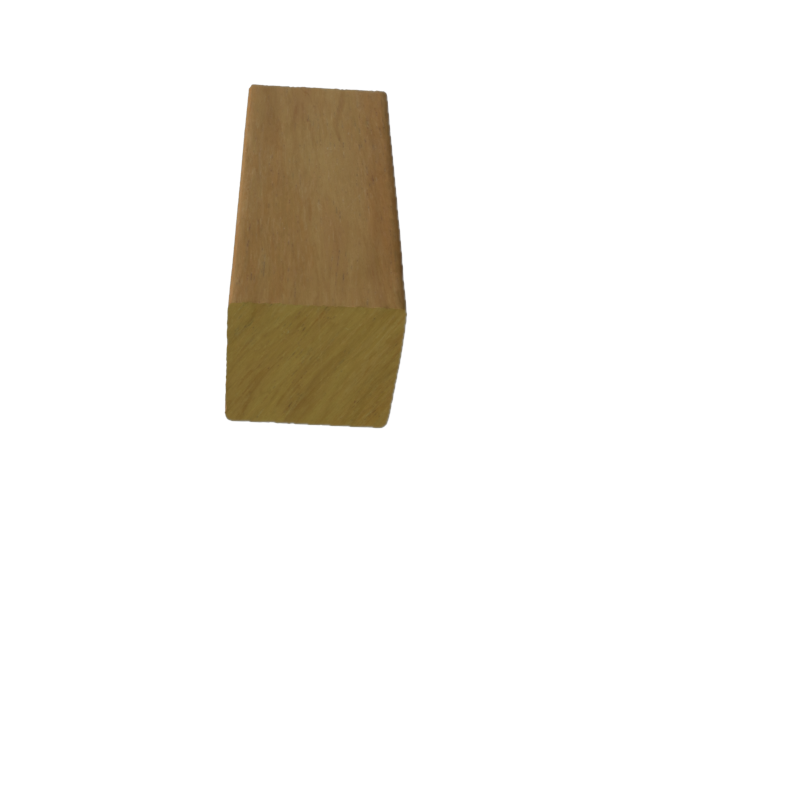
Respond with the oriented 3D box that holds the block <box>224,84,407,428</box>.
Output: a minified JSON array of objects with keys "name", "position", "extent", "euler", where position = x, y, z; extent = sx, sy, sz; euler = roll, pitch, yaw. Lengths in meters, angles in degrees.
[{"name":"block","position":[-0.051,-0.092,0.650],"extent":[0.090,0.084,0.221],"euler":[2,43,-6]}]
